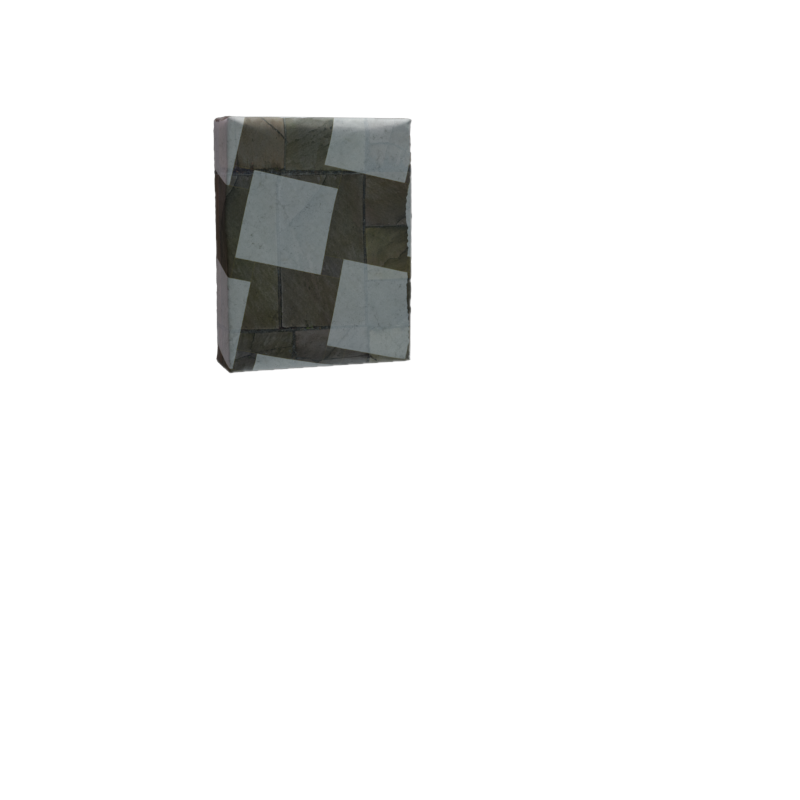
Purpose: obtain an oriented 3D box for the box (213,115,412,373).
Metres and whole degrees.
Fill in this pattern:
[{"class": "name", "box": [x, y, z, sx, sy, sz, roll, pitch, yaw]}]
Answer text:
[{"class": "box", "box": [-0.075, -0.136, 0.953, 0.161, 0.211, 0.074, -2, 6, -16]}]
